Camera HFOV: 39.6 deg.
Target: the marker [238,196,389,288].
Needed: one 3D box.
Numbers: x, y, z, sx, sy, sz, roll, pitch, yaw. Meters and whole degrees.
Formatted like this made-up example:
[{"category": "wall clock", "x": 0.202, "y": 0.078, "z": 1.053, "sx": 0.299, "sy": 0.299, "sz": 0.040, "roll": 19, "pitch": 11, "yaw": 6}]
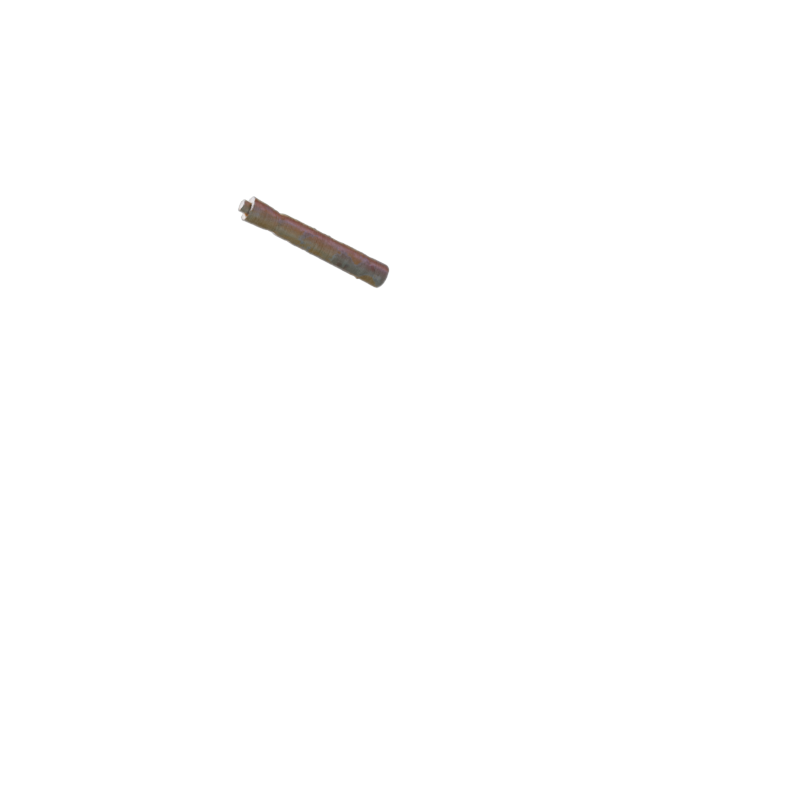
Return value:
[{"category": "marker", "x": -0.062, "y": -0.114, "z": 0.796, "sx": 0.116, "sy": 0.020, "sz": 0.020, "roll": 25, "pitch": -6, "yaw": -20}]
